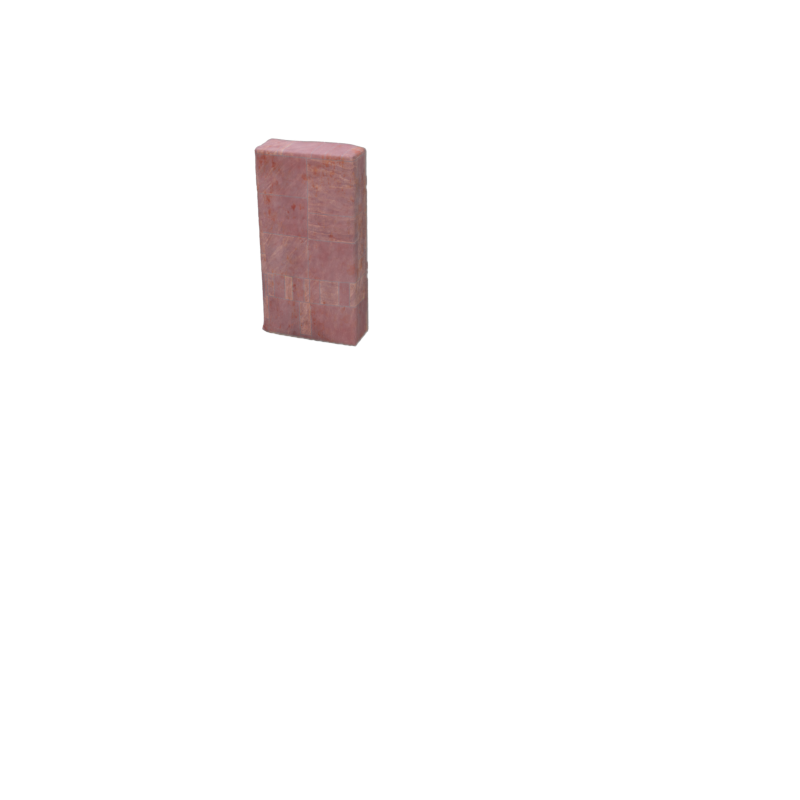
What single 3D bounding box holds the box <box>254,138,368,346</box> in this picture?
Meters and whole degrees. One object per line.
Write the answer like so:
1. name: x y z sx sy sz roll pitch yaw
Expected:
1. box: -0.077 -0.140 0.982 0.096 0.169 0.049 9 21 19
